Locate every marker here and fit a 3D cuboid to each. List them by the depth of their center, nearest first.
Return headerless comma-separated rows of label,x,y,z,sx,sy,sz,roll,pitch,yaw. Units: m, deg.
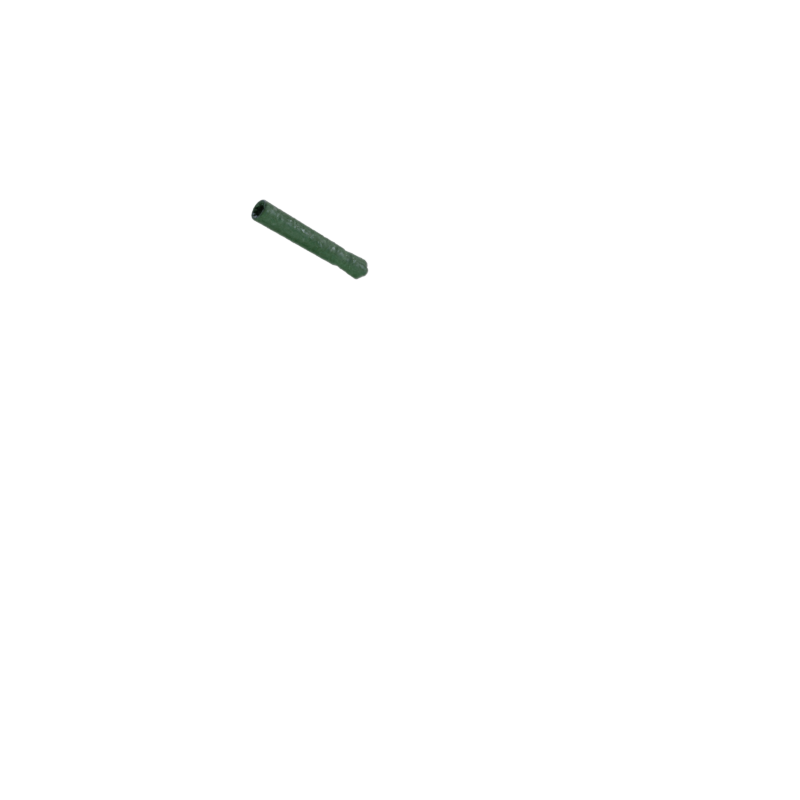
marker,-0.073,-0.132,0.927,0.114,0.020,0.021,27,-13,-33
